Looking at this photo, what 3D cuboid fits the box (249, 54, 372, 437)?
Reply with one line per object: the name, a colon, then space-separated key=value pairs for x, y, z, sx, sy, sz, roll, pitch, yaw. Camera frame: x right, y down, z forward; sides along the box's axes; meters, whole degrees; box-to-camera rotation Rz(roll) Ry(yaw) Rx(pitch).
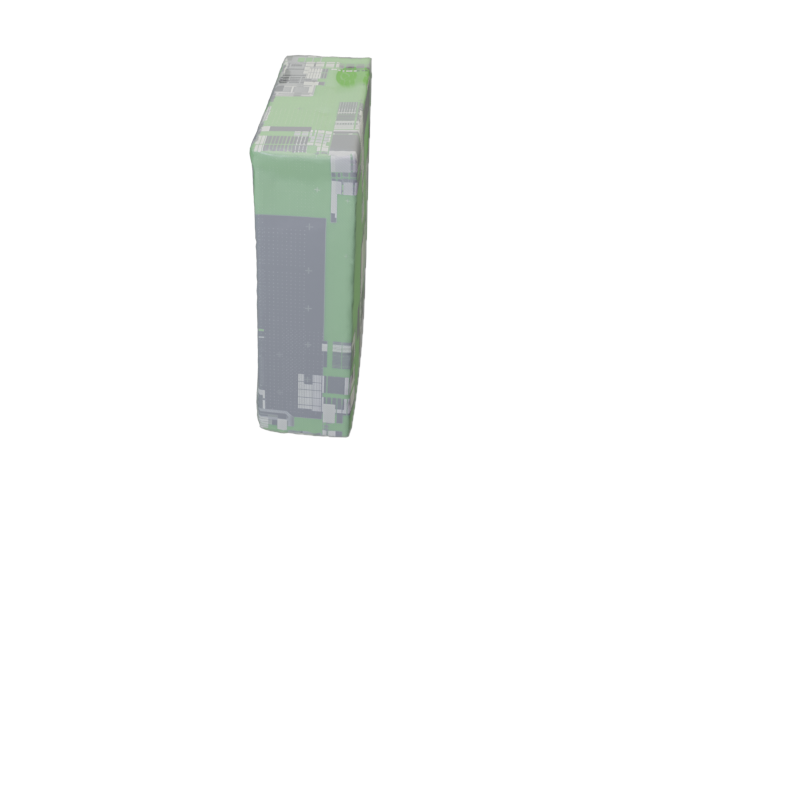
box: x=-0.060 y=-0.109 z=0.765 sx=0.072 sy=0.201 sz=0.174 roll=3 pitch=33 yaw=1
